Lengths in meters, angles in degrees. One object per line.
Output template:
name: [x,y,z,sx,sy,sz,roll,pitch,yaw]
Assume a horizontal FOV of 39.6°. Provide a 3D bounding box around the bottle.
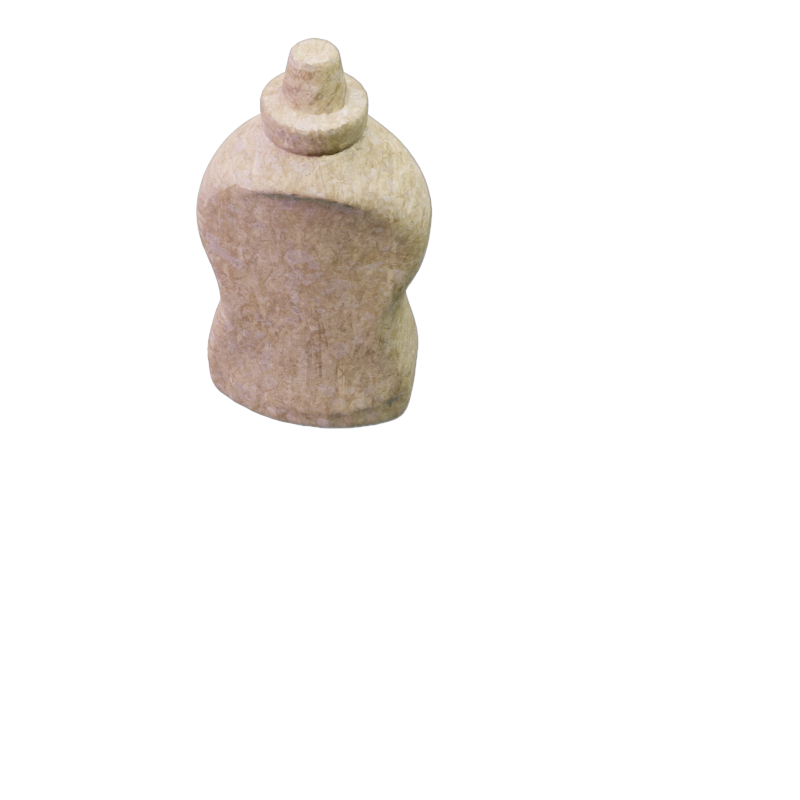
bottle: [-0.036,-0.067,0.467,0.097,0.062,0.179,11,-41,6]
